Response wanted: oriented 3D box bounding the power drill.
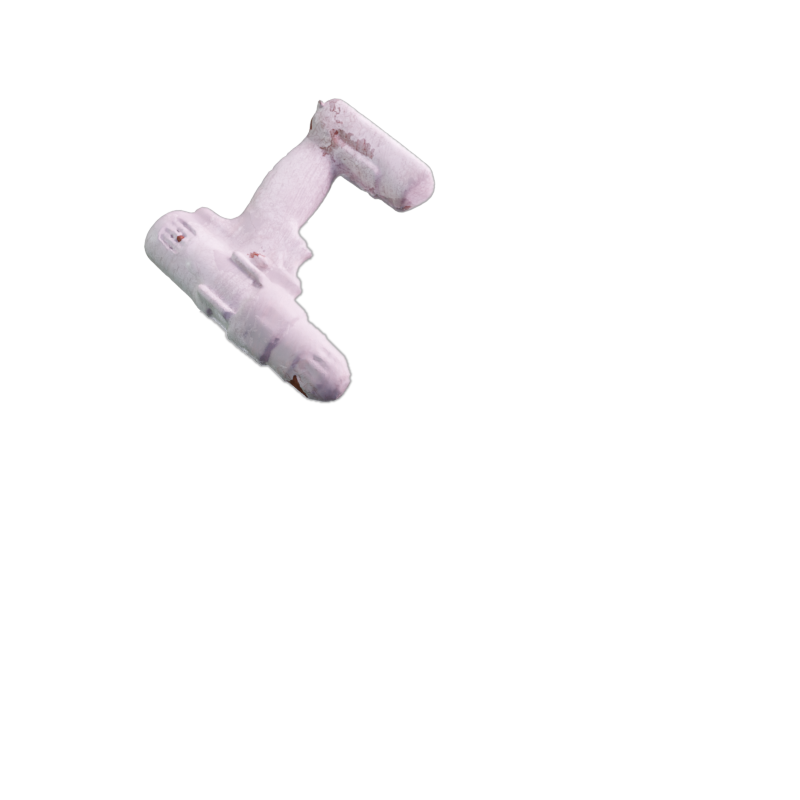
[{"bbox_3d":[-0.062,-0.114,0.798,0.192,0.190,0.055,40,-17,14],"label":"power drill"}]
